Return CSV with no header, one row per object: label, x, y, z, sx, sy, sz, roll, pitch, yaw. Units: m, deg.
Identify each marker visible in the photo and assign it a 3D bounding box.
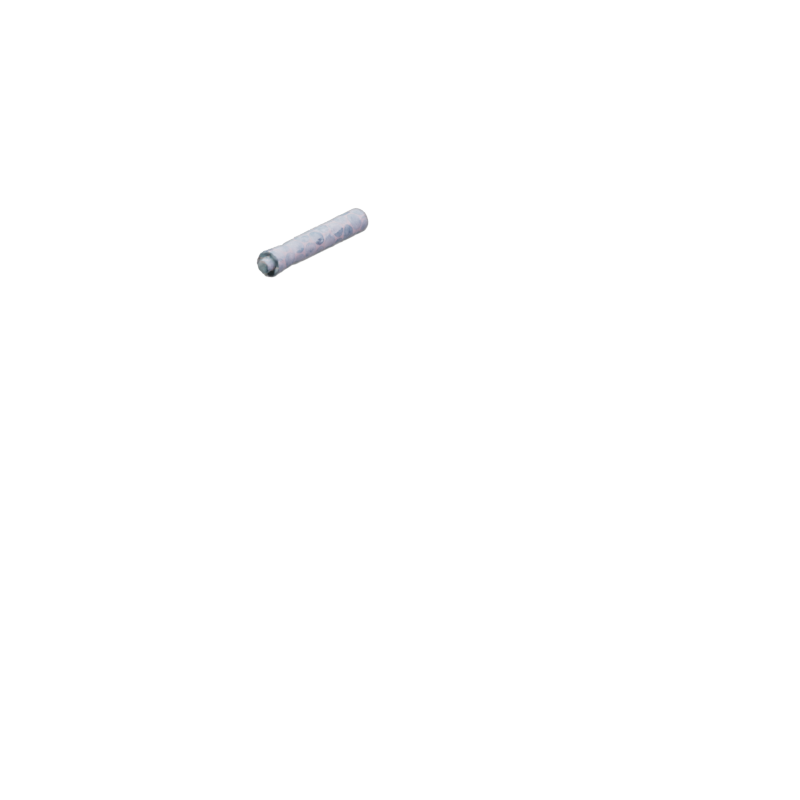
marker,-0.062,-0.112,0.786,0.020,0.019,0.121,2,24,32
